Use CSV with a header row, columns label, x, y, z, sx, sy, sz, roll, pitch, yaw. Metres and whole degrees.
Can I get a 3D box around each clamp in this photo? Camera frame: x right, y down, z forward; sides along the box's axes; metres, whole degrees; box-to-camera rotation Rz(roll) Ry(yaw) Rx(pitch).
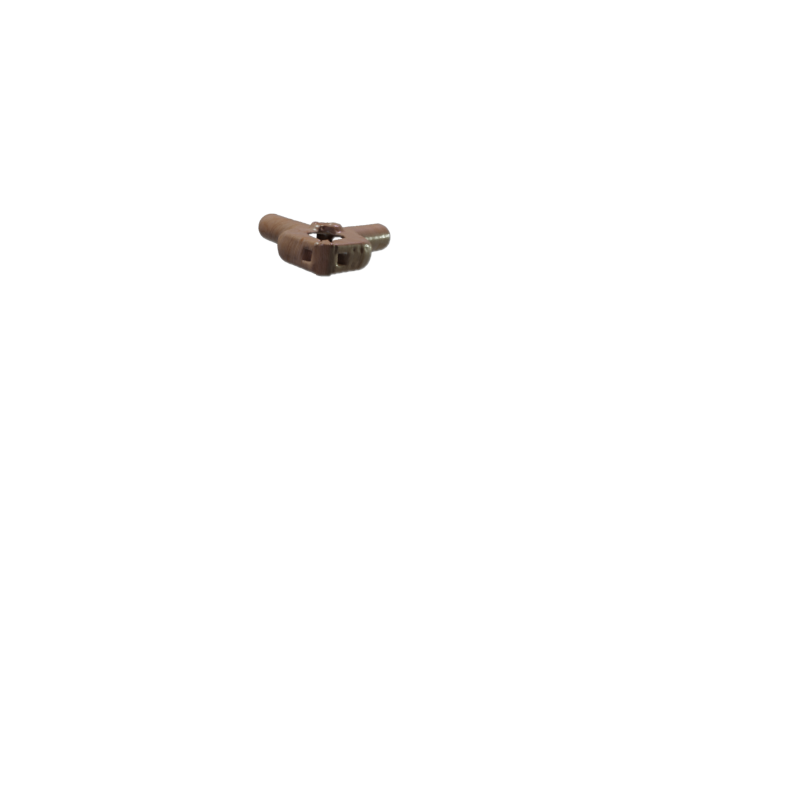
label,x,y,z,sx,sy,sz,roll,pitch,yaw
clamp,-0.075,-0.136,0.955,0.121,0.038,0.174,1,13,6
